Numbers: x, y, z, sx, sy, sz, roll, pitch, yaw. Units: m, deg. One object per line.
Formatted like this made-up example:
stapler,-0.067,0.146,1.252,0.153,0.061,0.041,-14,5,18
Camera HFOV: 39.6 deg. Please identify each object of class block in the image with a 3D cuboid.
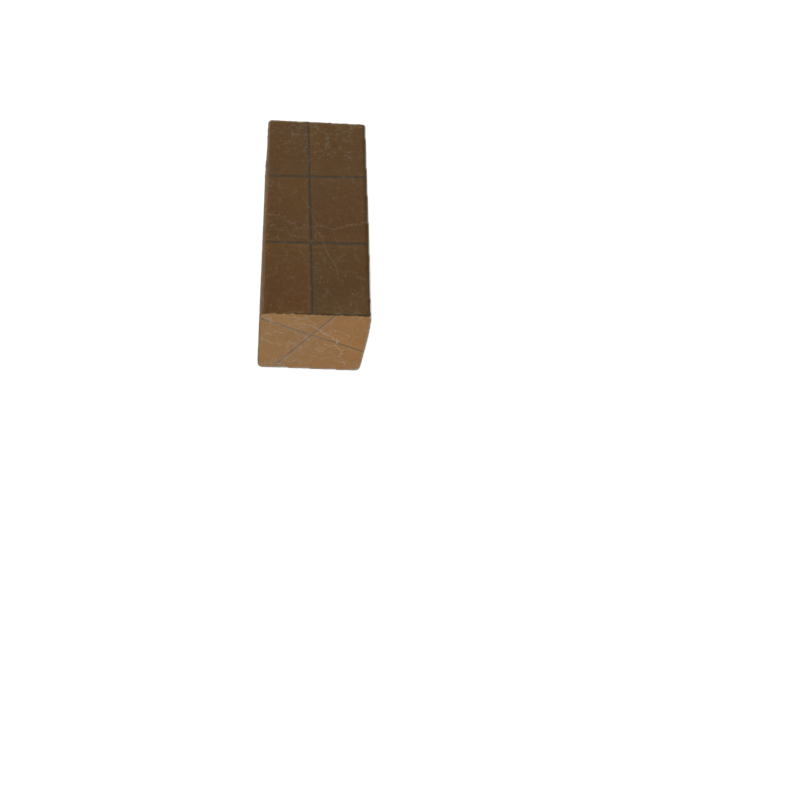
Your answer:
block,-0.076,-0.139,0.975,0.090,0.220,0.085,2,-33,-6
